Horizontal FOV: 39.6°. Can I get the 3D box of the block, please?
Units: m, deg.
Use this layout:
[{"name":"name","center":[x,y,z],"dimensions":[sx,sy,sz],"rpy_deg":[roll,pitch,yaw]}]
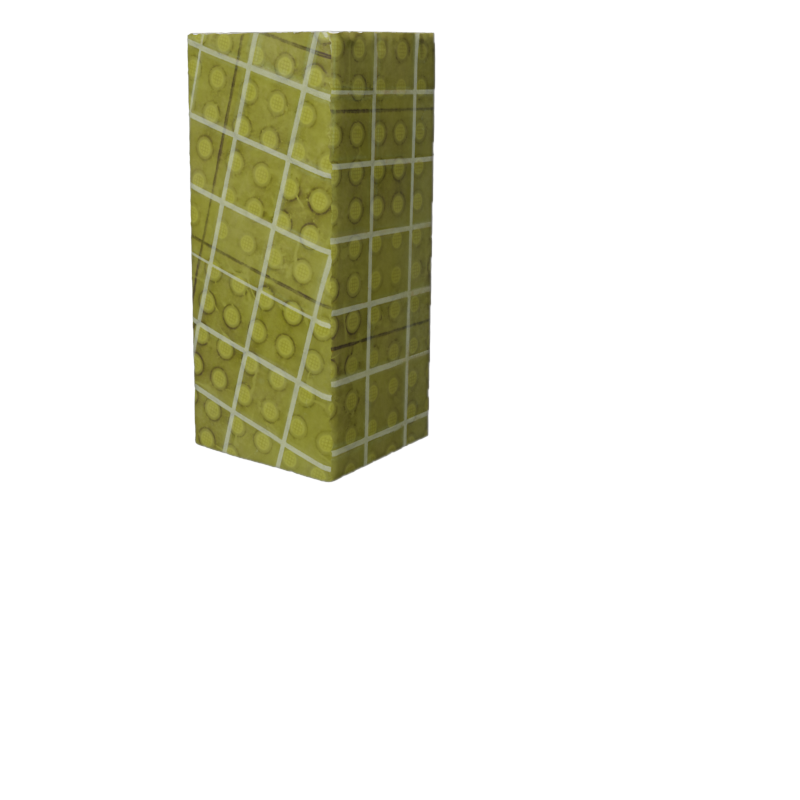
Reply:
[{"name":"block","center":[-0.043,-0.079,0.553],"dimensions":[0.094,0.201,0.089],"rpy_deg":[9,13,36]}]
